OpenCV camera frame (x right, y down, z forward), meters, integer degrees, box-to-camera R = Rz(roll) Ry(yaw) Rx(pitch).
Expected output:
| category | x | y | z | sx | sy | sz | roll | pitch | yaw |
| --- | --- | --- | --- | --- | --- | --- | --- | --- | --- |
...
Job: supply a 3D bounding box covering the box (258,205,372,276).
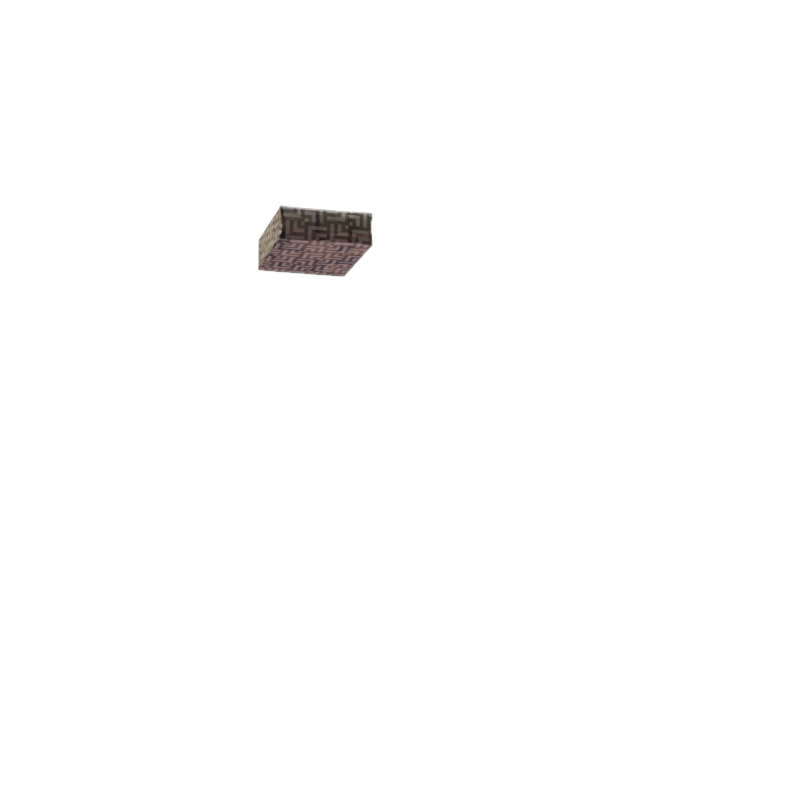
| category | x | y | z | sx | sy | sz | roll | pitch | yaw |
| --- | --- | --- | --- | --- | --- | --- | --- | --- | --- |
| box | -0.068 | -0.124 | 0.866 | 0.072 | 0.031 | 0.088 | 3 | -12 | -15 |
